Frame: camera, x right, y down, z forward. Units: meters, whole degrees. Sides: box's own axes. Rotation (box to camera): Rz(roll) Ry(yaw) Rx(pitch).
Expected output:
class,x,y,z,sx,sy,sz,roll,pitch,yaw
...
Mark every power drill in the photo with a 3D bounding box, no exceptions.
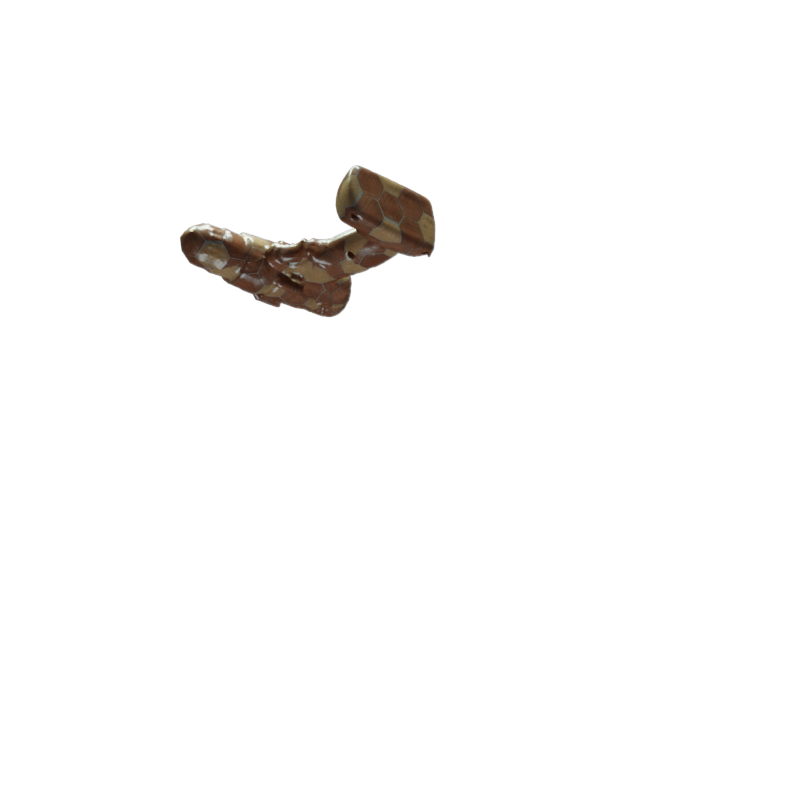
class,x,y,z,sx,sy,sz,roll,pitch,yaw
power drill,-0.077,-0.141,0.987,0.174,0.060,0.189,18,-27,-39
